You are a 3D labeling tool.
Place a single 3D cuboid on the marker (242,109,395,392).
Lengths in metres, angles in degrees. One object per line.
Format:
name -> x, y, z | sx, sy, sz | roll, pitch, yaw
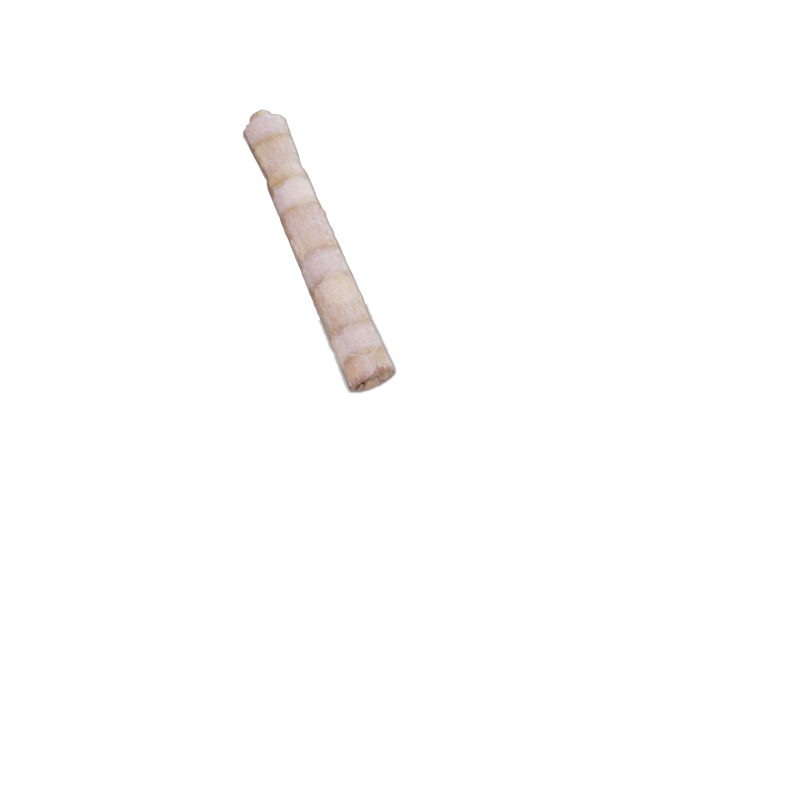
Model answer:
marker -> -0.034, -0.061, 0.429 | 0.020, 0.128, 0.019 | -20, -21, -9
